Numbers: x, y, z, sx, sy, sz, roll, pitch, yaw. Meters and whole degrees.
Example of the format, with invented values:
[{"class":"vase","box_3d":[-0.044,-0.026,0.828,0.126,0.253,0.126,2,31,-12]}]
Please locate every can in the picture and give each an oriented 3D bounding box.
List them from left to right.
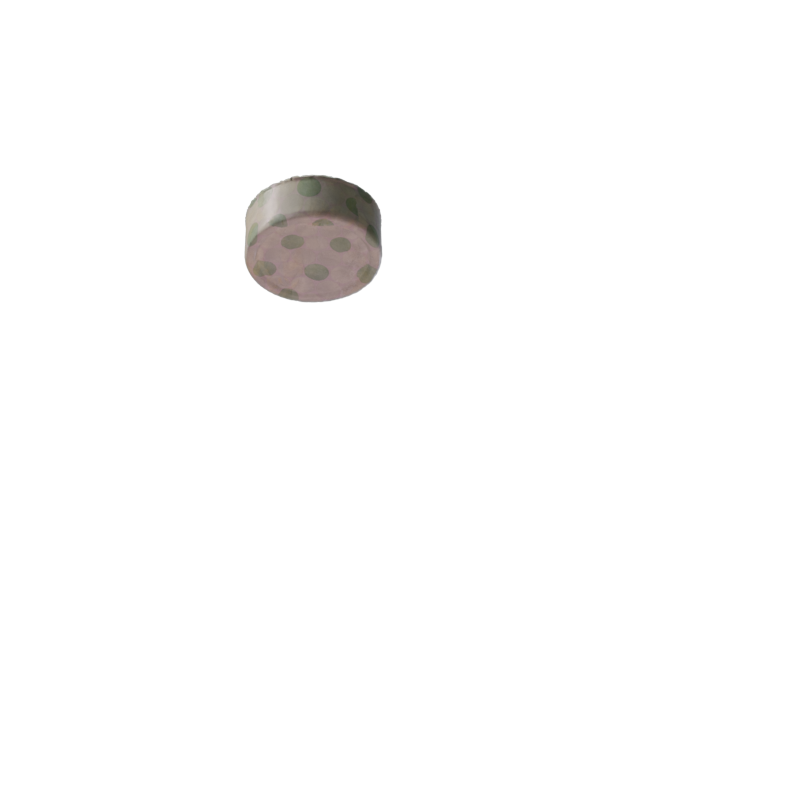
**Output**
[{"class":"can","box_3d":[-0.054,-0.098,0.686,0.086,0.036,0.080,1,-36,-2]}]
